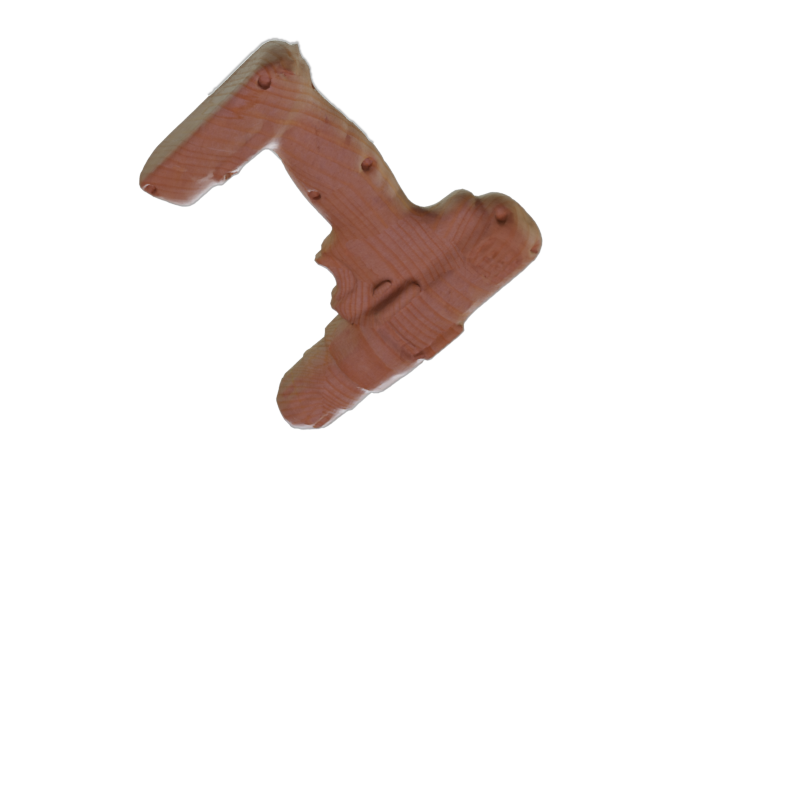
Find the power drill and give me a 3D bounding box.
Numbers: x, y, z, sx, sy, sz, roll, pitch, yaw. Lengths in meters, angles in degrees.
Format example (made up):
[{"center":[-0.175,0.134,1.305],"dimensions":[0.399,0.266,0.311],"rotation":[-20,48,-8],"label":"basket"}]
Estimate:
[{"center":[-0.047,-0.085,0.599],"dimensions":[0.182,0.179,0.061],"rotation":[-41,21,19],"label":"power drill"}]
